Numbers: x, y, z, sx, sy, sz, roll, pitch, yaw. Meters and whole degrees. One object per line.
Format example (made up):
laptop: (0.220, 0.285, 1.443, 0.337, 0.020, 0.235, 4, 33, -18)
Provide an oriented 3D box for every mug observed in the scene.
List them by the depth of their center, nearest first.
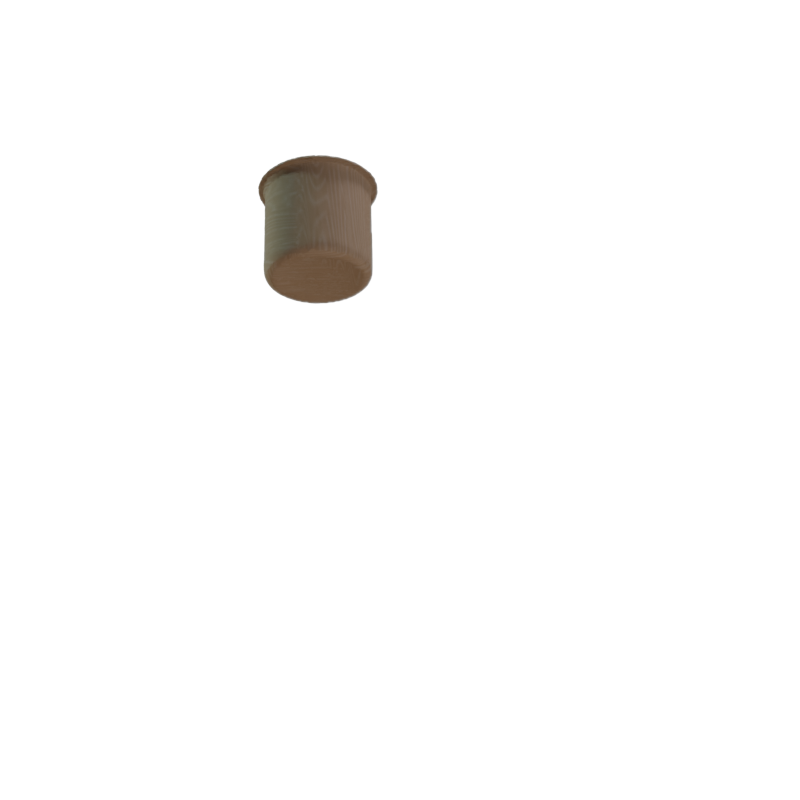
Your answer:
mug: (-0.067, -0.122, 0.853, 0.091, 0.087, 0.113, 9, -29, -19)
